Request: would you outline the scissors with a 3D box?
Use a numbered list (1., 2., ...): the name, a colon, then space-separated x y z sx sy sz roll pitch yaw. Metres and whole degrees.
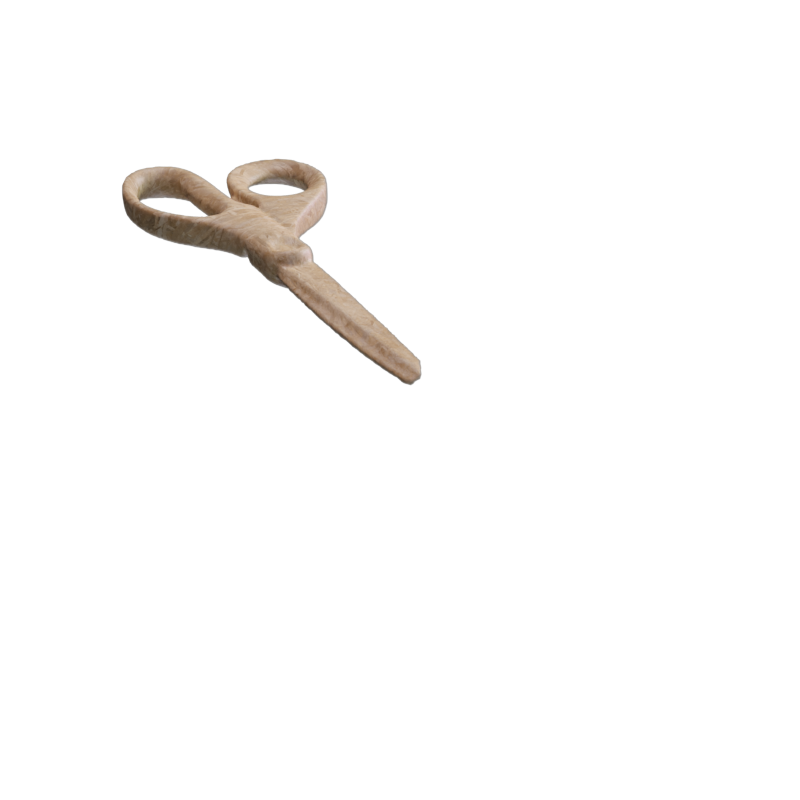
1. scissors: -0.034 -0.062 0.432 0.095 0.015 0.216 -24 38 -35
